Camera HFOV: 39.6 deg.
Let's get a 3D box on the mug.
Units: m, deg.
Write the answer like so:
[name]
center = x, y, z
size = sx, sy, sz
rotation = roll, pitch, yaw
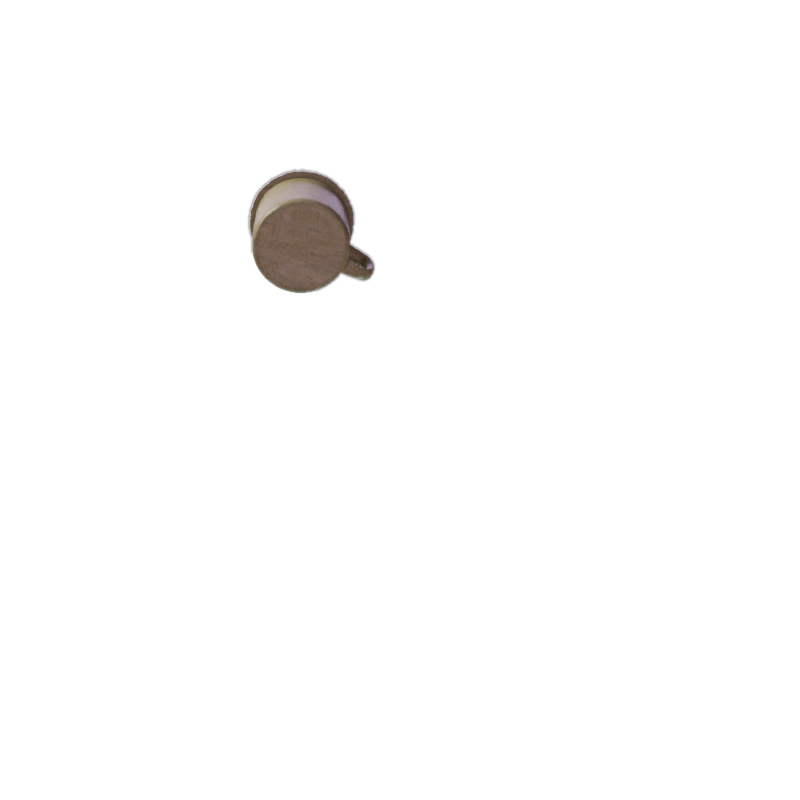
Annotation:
[mug]
center = -0.074, -0.135, 0.944
size = 0.114, 0.091, 0.085
rotation = 31, 17, -12
